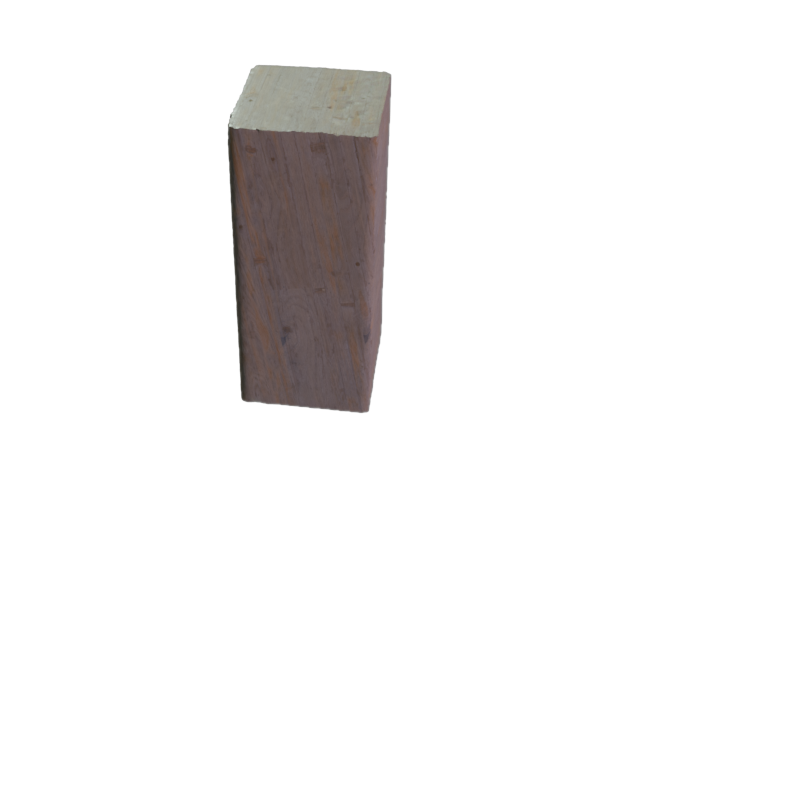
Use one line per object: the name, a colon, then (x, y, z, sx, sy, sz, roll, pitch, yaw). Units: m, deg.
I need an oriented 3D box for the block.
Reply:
block: (-0.057, -0.103, 0.718, 0.091, 0.193, 0.096, 5, 37, 3)
